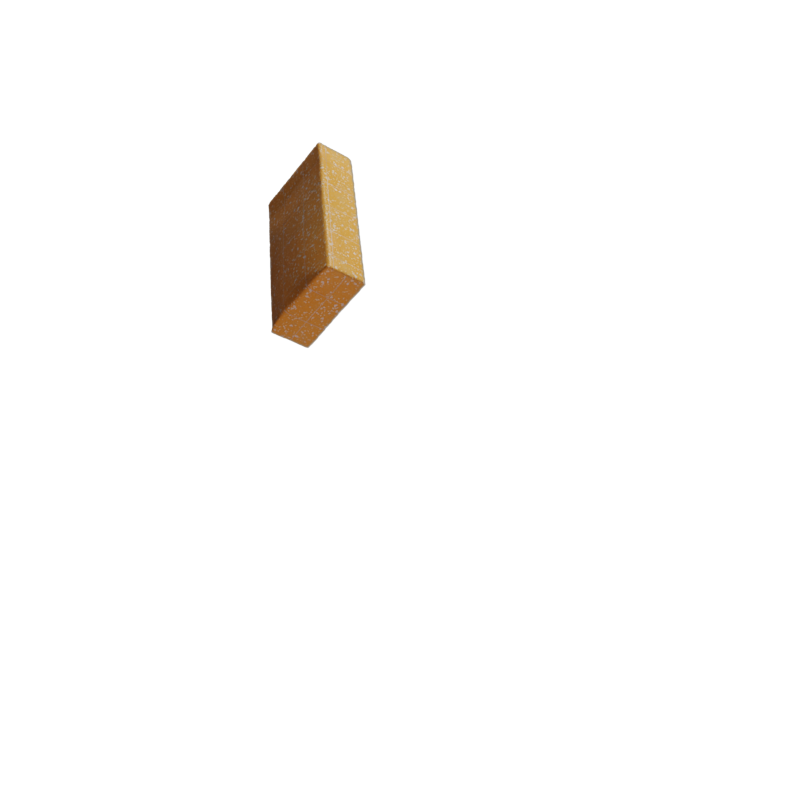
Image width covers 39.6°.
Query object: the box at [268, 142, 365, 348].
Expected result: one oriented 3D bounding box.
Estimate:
[{"bbox_3d":[-0.078,-0.143,0.998,0.046,0.189,0.091,26,-53,-27],"label":"box"}]
